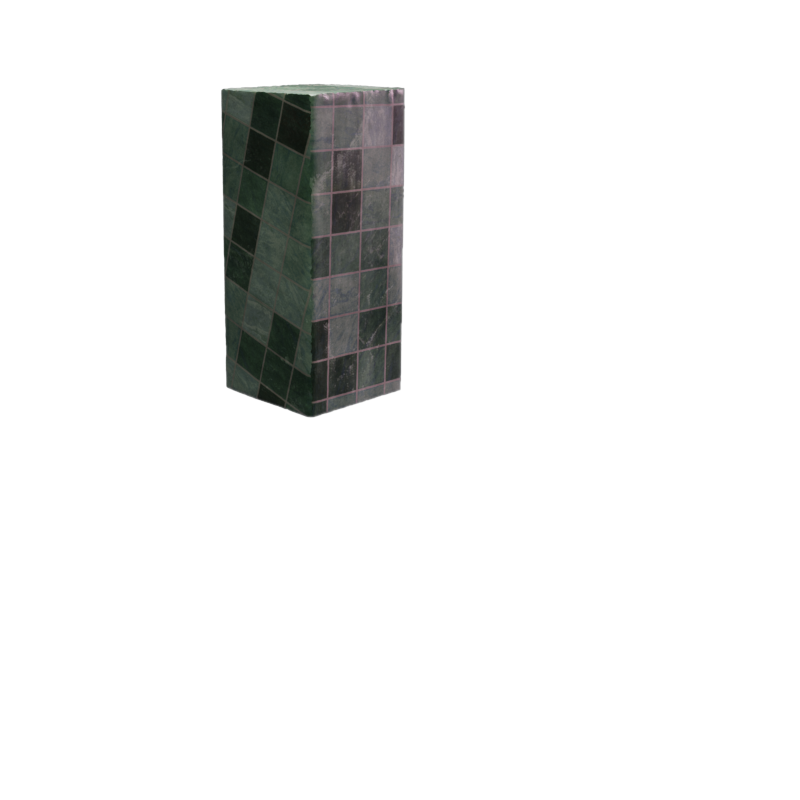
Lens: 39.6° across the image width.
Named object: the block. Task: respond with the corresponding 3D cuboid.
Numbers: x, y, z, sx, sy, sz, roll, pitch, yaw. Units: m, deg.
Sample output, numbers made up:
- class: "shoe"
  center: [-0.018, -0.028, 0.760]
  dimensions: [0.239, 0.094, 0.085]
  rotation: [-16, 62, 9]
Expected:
- class: "block"
  center: [-0.058, -0.106, 0.746]
  dimensions: [0.088, 0.201, 0.095]
  rotation: [-11, 17, -44]
